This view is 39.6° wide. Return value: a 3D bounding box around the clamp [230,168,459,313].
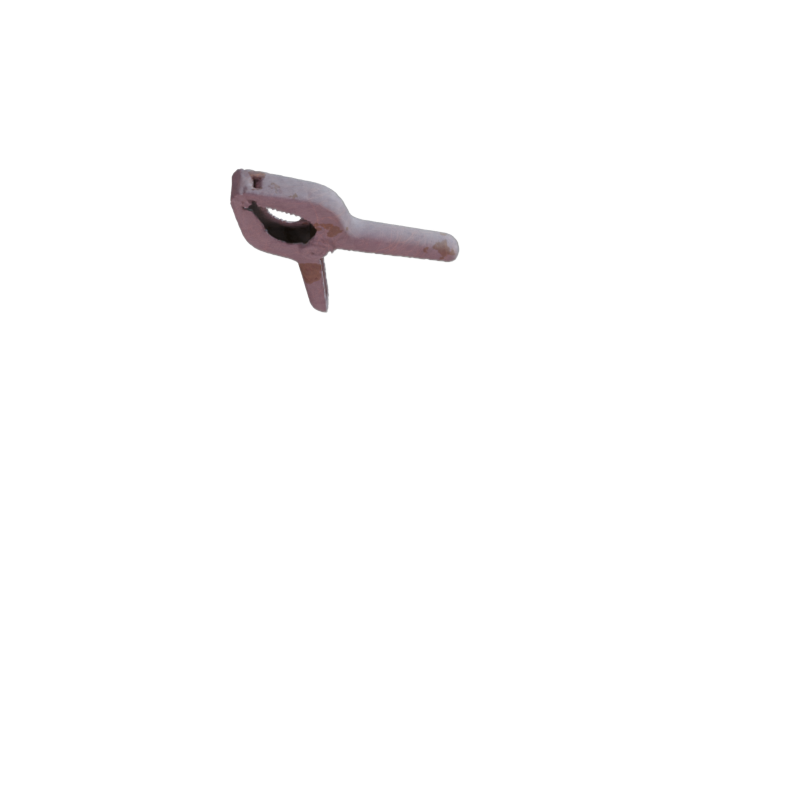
[{"bbox_3d":[-0.076,-0.138,0.967,0.197,0.039,0.164,23,-35,-38],"label":"clamp"}]
